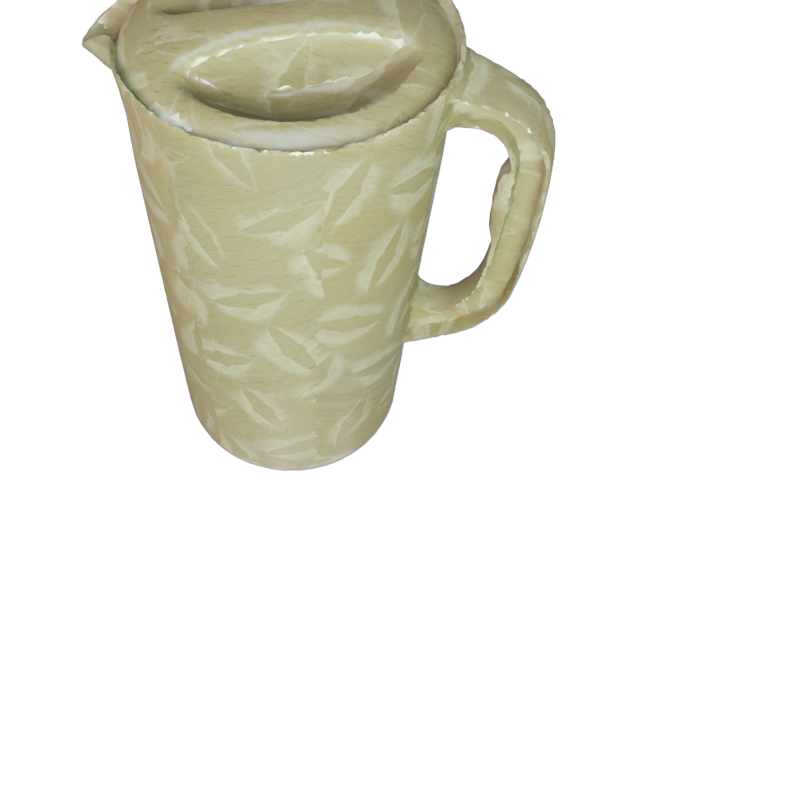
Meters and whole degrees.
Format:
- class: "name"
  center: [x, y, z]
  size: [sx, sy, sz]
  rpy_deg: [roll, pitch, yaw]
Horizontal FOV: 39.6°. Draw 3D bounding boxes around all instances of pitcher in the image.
- class: "pitcher"
  center: [-0.039, -0.070, 0.493]
  size: [0.144, 0.160, 0.227]
  rpy_deg: [-25, -32, -21]
